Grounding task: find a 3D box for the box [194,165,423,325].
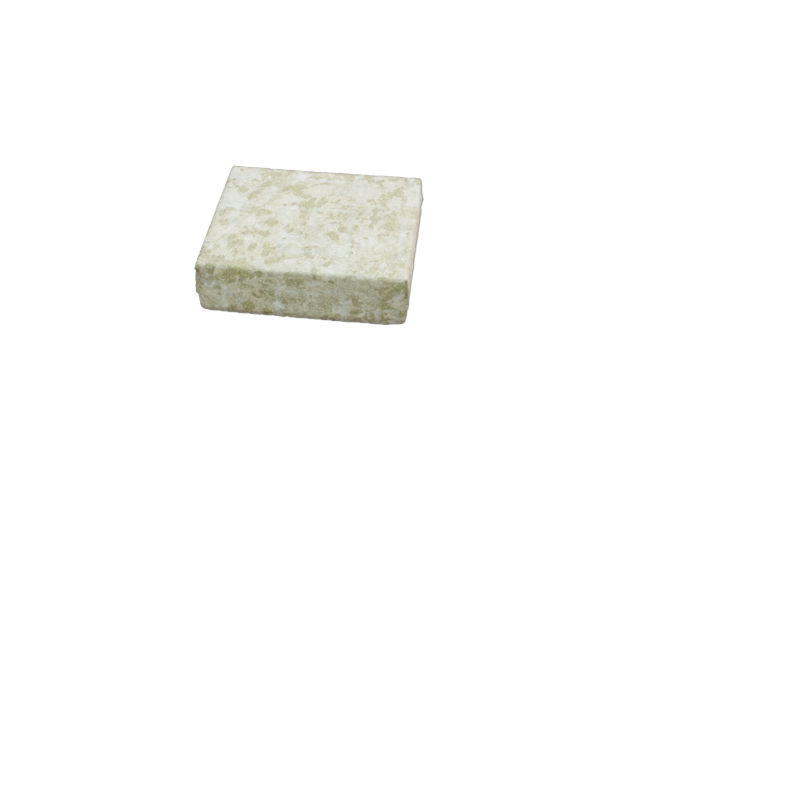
[{"bbox_3d":[-0.047,-0.086,0.606,0.115,0.036,0.095,6,44,5],"label":"box"}]
